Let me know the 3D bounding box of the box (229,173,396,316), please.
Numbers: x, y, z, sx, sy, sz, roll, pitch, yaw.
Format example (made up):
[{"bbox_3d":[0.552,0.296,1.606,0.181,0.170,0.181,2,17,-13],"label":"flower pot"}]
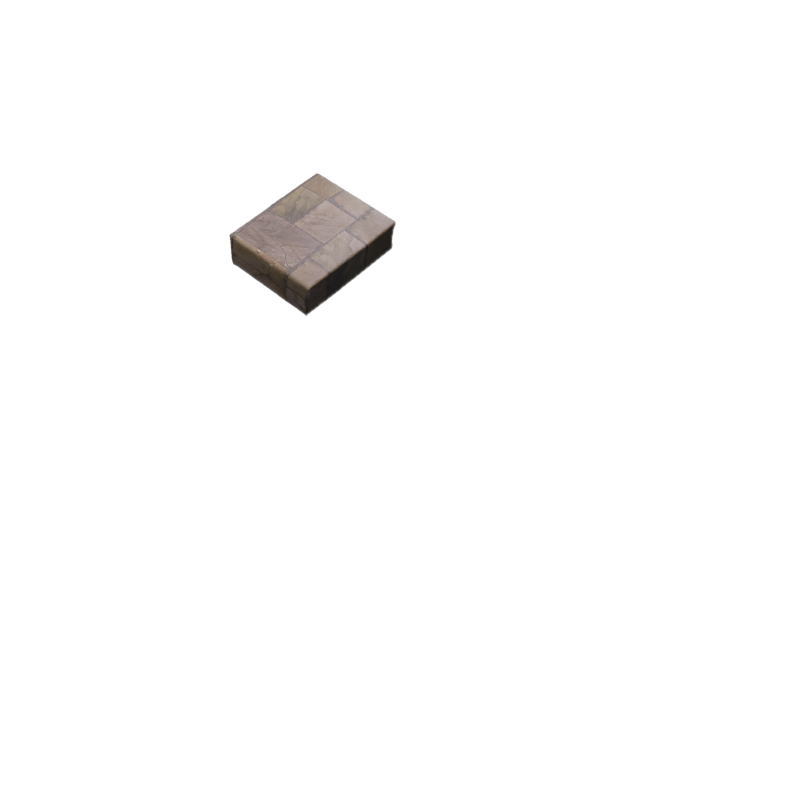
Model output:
[{"bbox_3d":[-0.073,-0.133,0.931,0.095,0.036,0.115,33,57,24],"label":"box"}]
